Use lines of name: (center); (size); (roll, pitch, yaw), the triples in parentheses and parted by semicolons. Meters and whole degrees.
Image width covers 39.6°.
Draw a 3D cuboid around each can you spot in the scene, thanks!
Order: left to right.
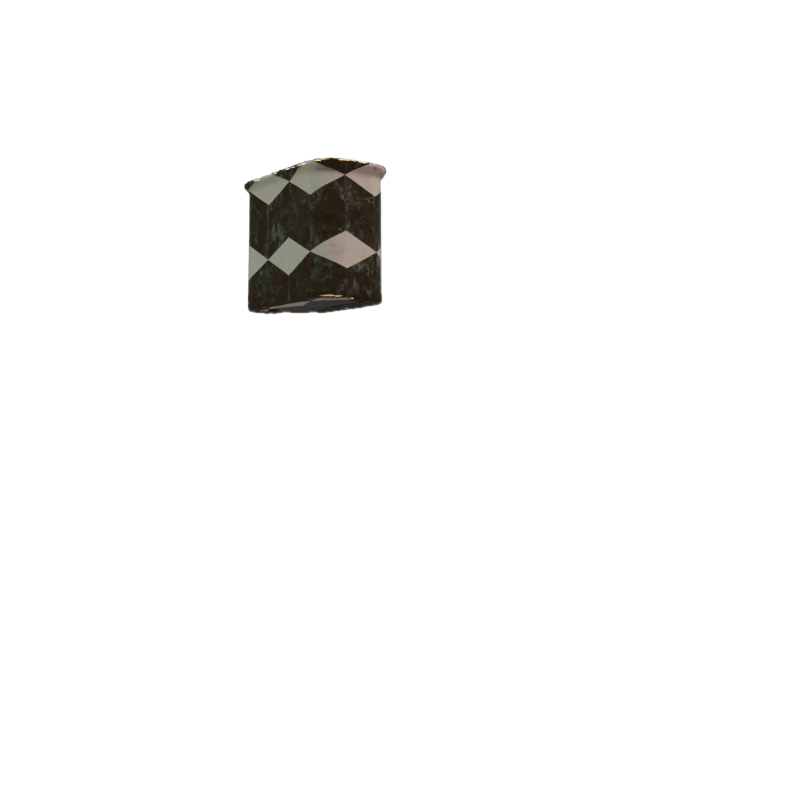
can: (-0.055, -0.099, 0.695); (0.055, 0.085, 0.105); (5, -7, -37)
